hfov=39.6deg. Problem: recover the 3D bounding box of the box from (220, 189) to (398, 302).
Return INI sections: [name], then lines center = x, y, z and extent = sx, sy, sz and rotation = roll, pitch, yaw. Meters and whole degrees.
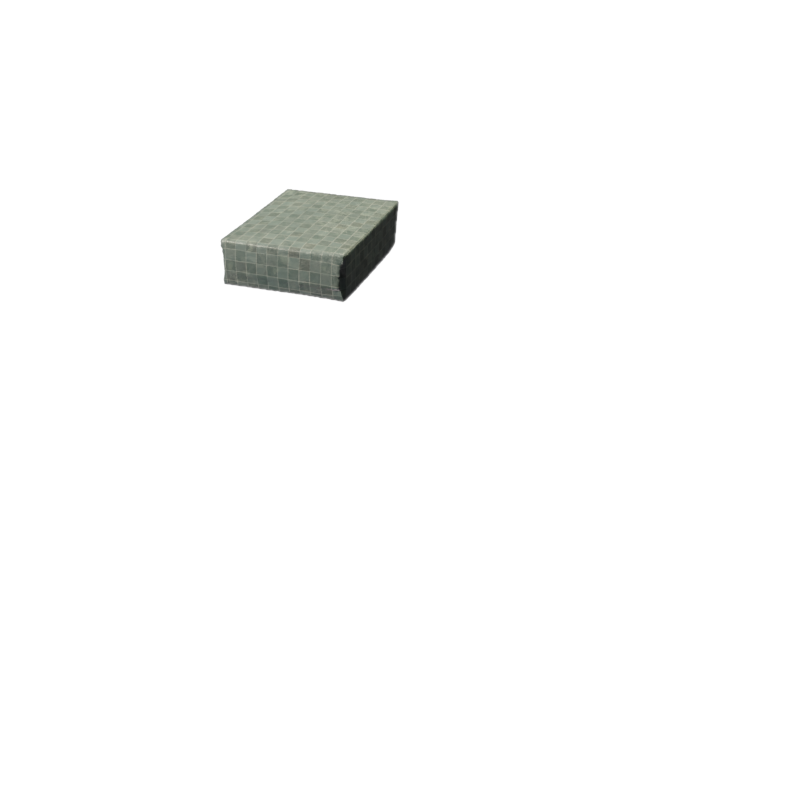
[box]
center = -0.060, -0.110, 0.774
extent = 0.093, 0.037, 0.116
rotation = 9, 28, 18
